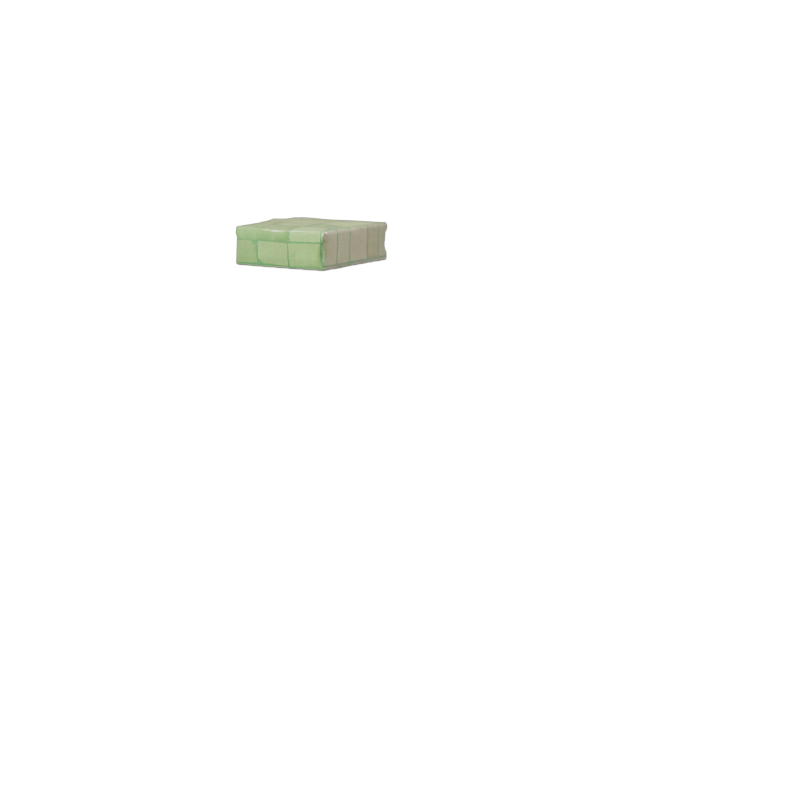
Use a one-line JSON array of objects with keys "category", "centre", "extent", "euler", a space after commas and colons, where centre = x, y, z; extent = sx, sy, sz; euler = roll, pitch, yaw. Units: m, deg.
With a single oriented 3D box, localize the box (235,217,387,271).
[{"category": "box", "centre": [-0.061, -0.111, 0.780], "extent": [0.076, 0.029, 0.088], "euler": [8, 16, 29]}]
